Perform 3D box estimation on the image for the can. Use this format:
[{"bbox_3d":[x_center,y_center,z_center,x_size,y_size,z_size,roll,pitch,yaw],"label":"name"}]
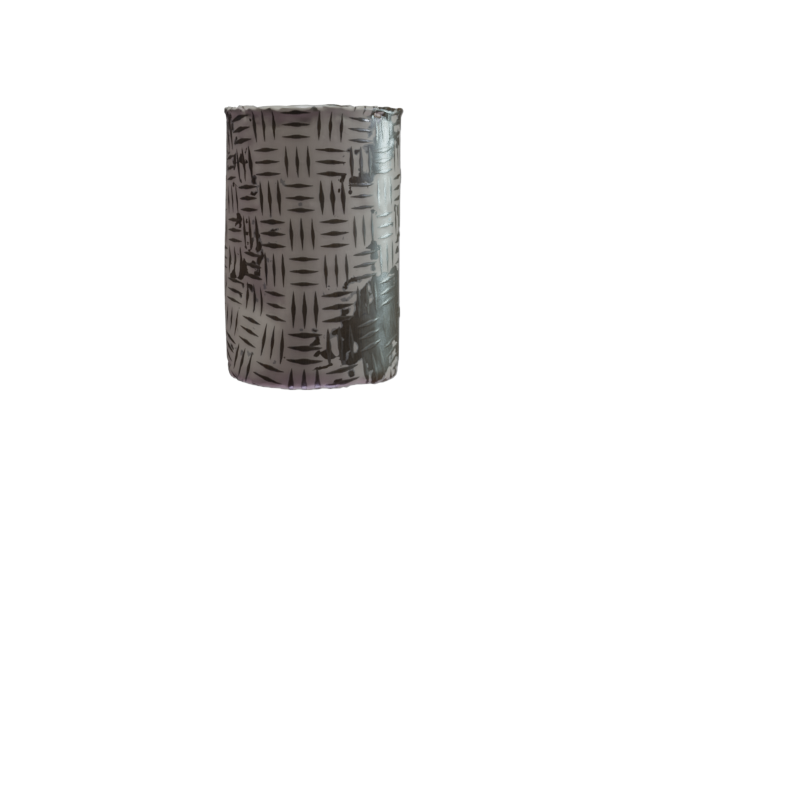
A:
[{"bbox_3d":[-0.033,-0.060,0.424,0.068,0.101,0.070,0,7,-2],"label":"can"}]
